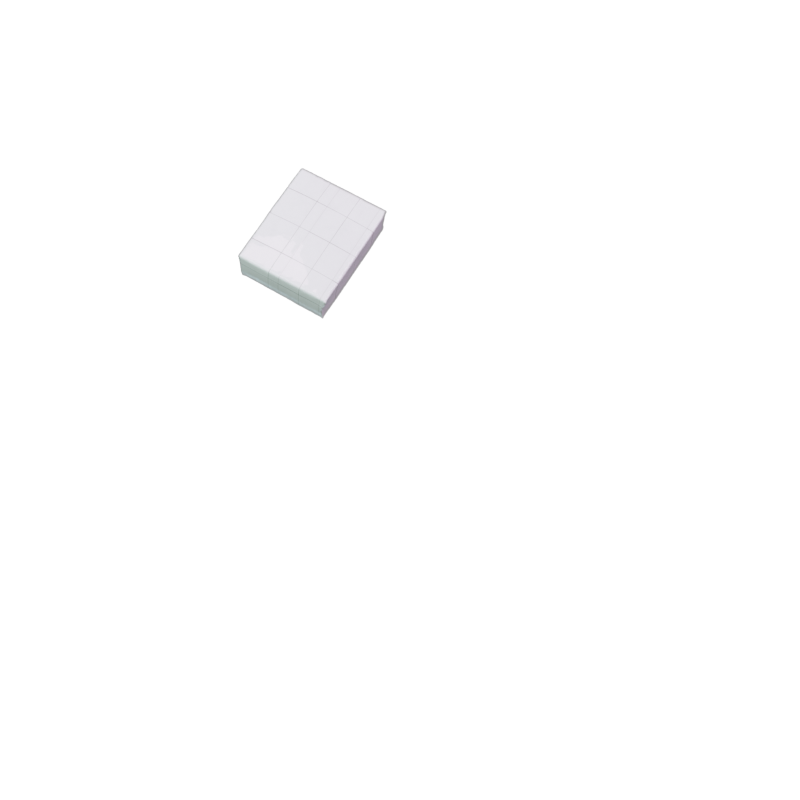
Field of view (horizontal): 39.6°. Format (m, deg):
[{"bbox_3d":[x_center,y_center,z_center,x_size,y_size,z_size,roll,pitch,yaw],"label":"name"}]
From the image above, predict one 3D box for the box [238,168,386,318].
[{"bbox_3d":[-0.078,-0.142,0.994,0.093,0.117,0.037,27,-24,12],"label":"box"}]
